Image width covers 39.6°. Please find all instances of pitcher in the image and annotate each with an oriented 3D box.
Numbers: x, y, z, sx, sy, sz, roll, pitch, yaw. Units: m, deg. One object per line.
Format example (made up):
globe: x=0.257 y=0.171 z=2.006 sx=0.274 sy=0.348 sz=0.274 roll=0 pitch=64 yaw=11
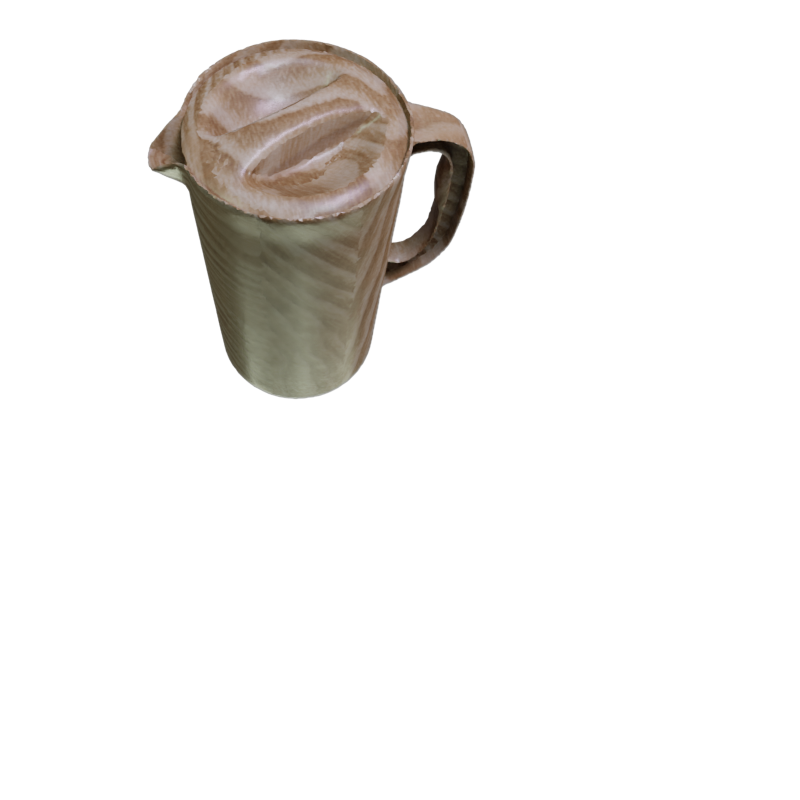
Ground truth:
pitcher: x=-0.055 y=-0.101 z=0.709 sx=0.155 sy=0.148 sz=0.228 roll=33 pitch=-26 yaw=15
